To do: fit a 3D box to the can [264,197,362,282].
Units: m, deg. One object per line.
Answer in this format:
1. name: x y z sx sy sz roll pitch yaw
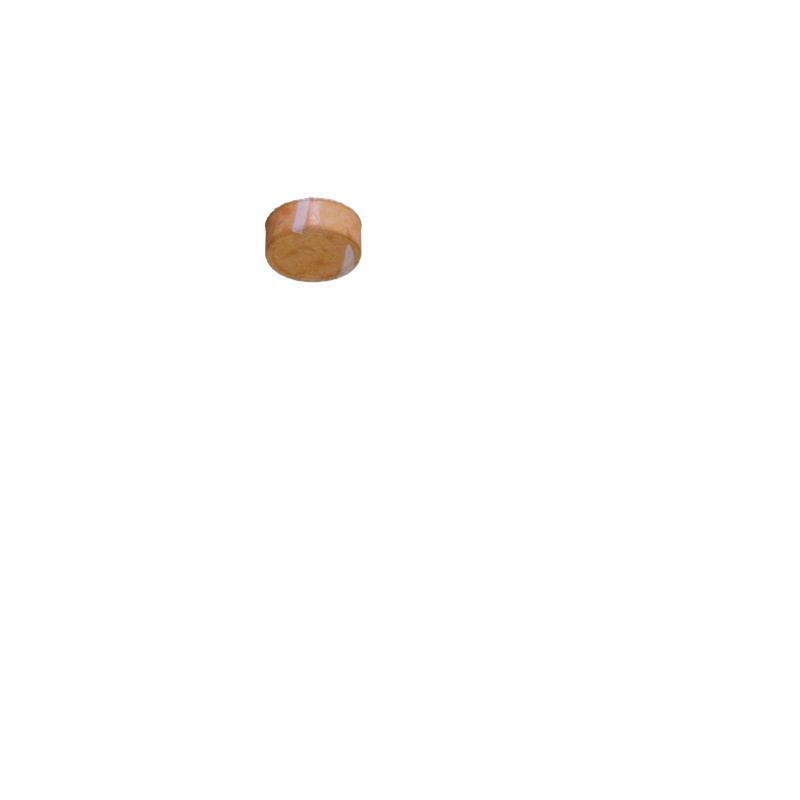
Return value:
1. can: -0.076 -0.139 0.971 0.086 0.036 0.081 1 -29 -2
